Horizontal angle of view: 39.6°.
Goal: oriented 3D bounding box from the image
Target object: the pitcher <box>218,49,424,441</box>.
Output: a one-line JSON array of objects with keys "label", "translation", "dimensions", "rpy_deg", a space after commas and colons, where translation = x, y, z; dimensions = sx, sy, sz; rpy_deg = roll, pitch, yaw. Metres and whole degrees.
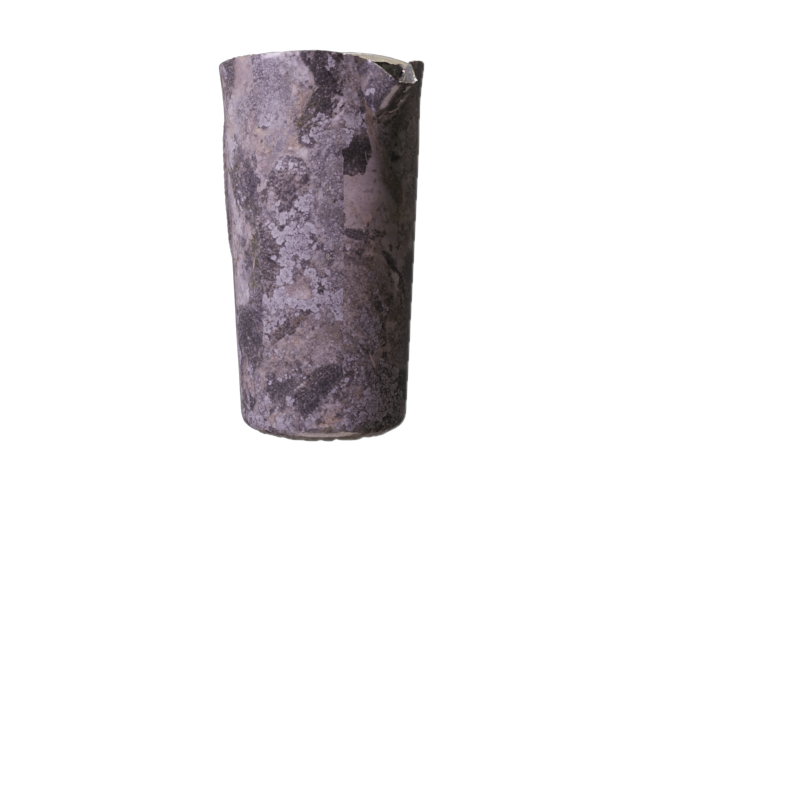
[{"label": "pitcher", "translation": [-0.057, -0.104, 0.729], "dimensions": [0.146, 0.242, 0.149], "rpy_deg": [0, 3, 4]}]
